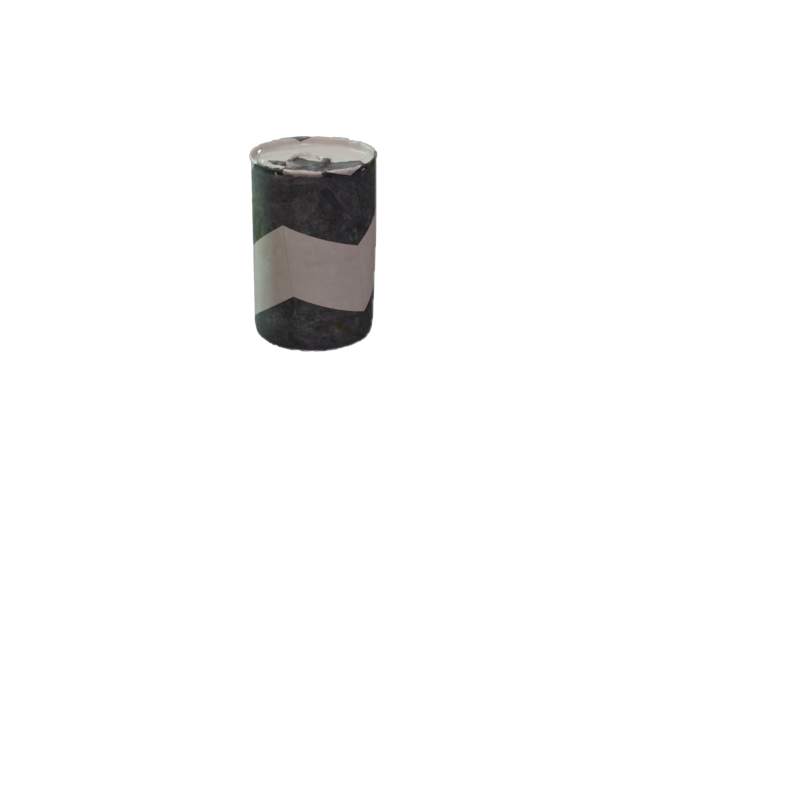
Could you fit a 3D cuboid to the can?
[{"bbox_3d":[-0.047,-0.086,0.605,0.068,0.097,0.072,0,24,-2],"label":"can"}]
